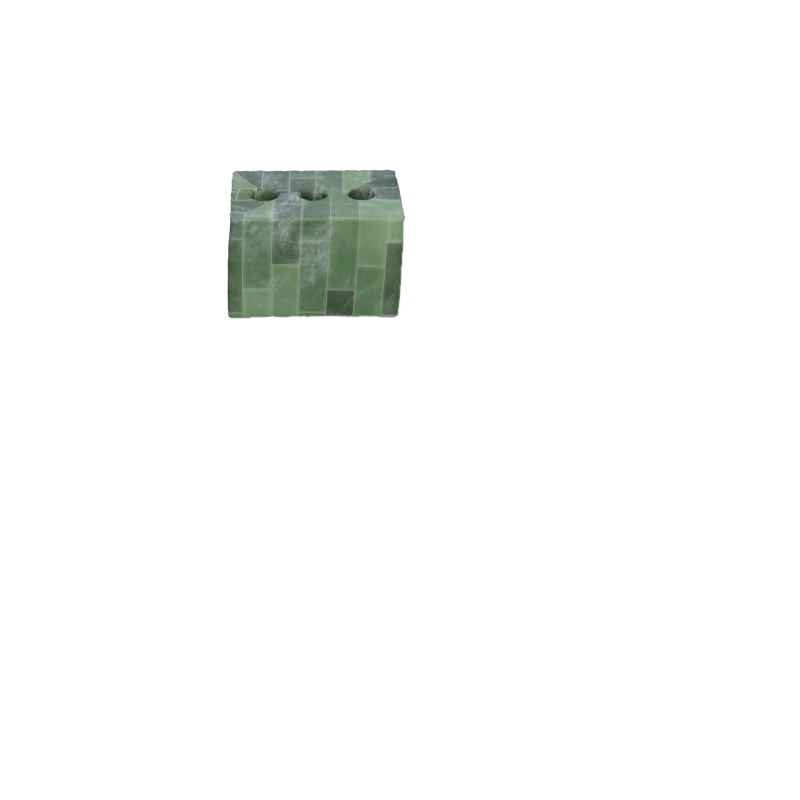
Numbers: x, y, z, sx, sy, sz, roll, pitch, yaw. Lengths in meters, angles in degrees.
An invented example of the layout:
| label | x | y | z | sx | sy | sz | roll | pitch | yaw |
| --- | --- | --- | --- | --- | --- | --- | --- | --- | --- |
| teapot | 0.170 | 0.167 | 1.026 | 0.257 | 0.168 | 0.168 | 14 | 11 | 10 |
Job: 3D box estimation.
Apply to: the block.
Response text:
| label | x | y | z | sx | sy | sz | roll | pitch | yaw |
| --- | --- | --- | --- | --- | --- | --- | --- | --- | --- |
| block | -0.040 | -0.072 | 0.507 | 0.078 | 0.048 | 0.056 | -1 | 33 | -3 |
